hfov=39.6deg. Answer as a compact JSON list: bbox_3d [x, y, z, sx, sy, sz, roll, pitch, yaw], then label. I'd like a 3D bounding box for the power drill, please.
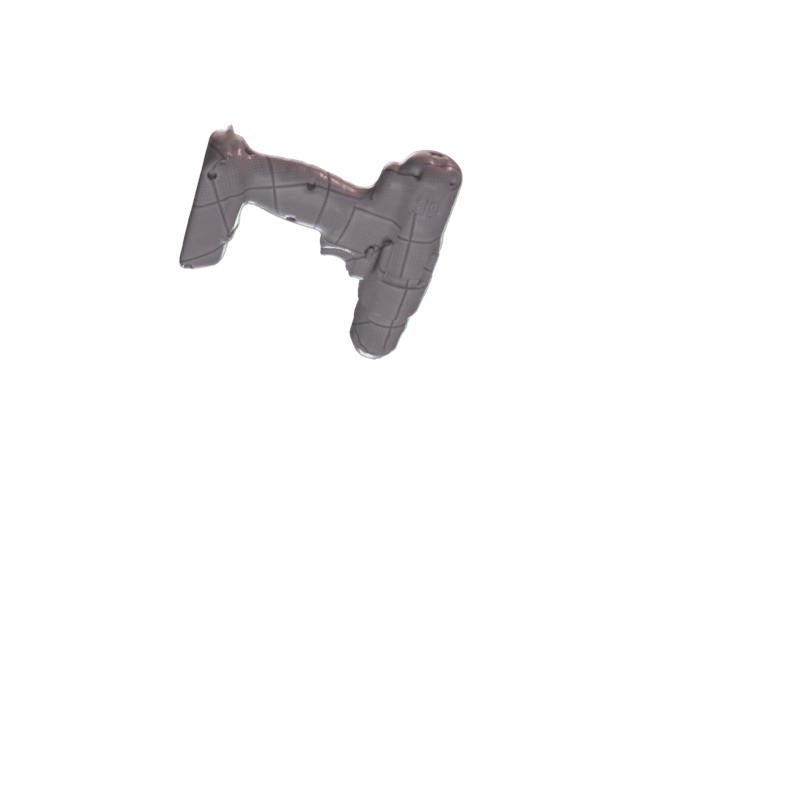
[{"bbox_3d":[-0.064,-0.117,0.820,0.185,0.175,0.061,12,36,-9],"label":"power drill"}]
